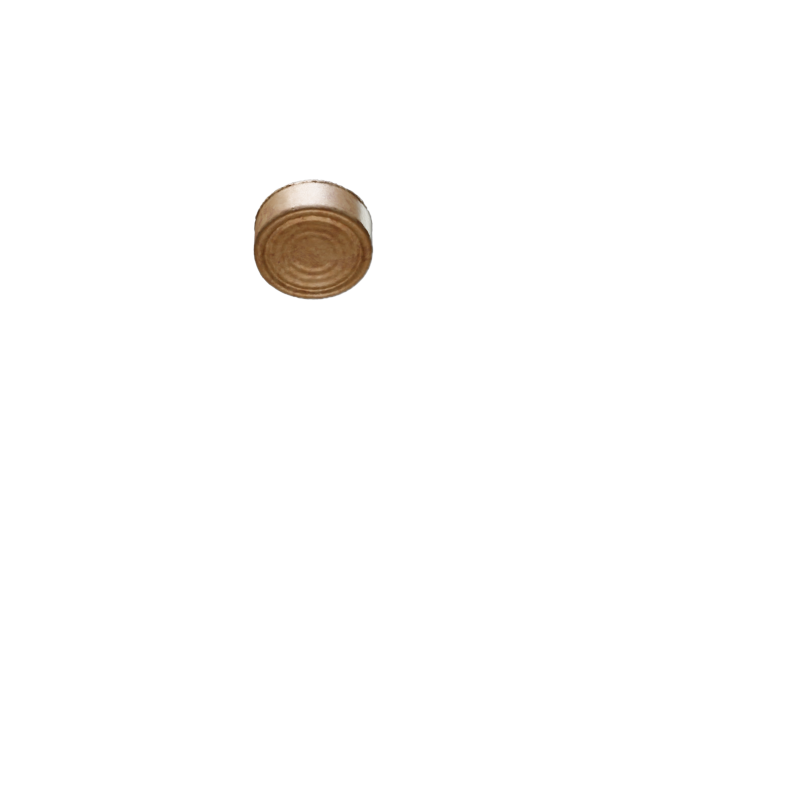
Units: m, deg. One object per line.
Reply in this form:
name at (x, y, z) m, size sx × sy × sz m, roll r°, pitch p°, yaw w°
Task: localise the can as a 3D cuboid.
can at (-0.062, -0.113, 0.790) m, size 0.086 × 0.080 × 0.036 m, roll 1°, pitch 42°, yaw -1°
